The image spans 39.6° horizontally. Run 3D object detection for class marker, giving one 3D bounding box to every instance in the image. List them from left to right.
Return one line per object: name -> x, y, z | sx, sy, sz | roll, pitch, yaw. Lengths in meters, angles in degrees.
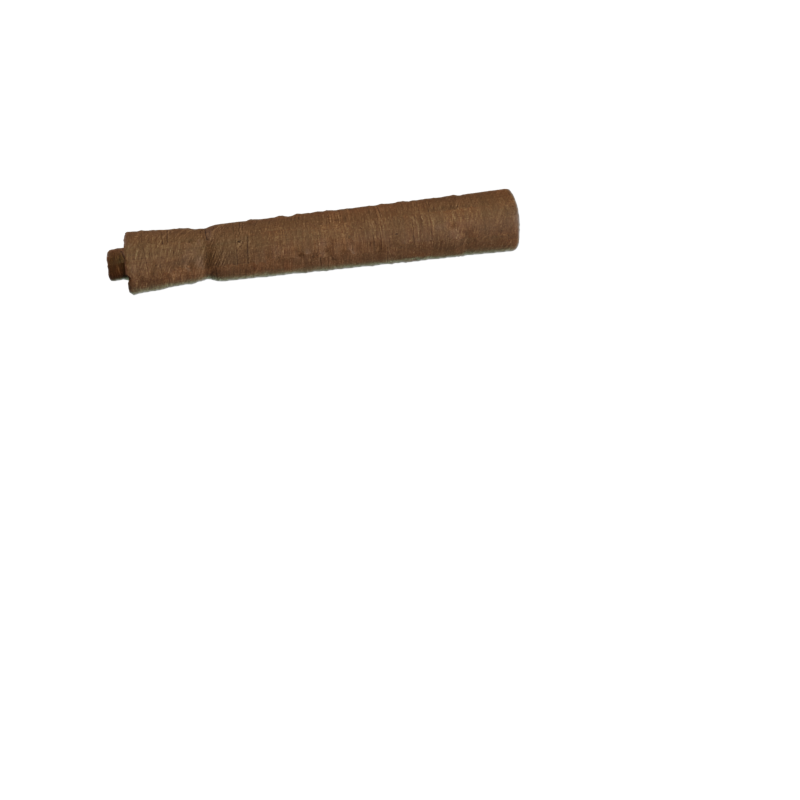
marker -> -0.026, -0.047, 0.329 | 0.120, 0.020, 0.020 | -7, 5, -4
